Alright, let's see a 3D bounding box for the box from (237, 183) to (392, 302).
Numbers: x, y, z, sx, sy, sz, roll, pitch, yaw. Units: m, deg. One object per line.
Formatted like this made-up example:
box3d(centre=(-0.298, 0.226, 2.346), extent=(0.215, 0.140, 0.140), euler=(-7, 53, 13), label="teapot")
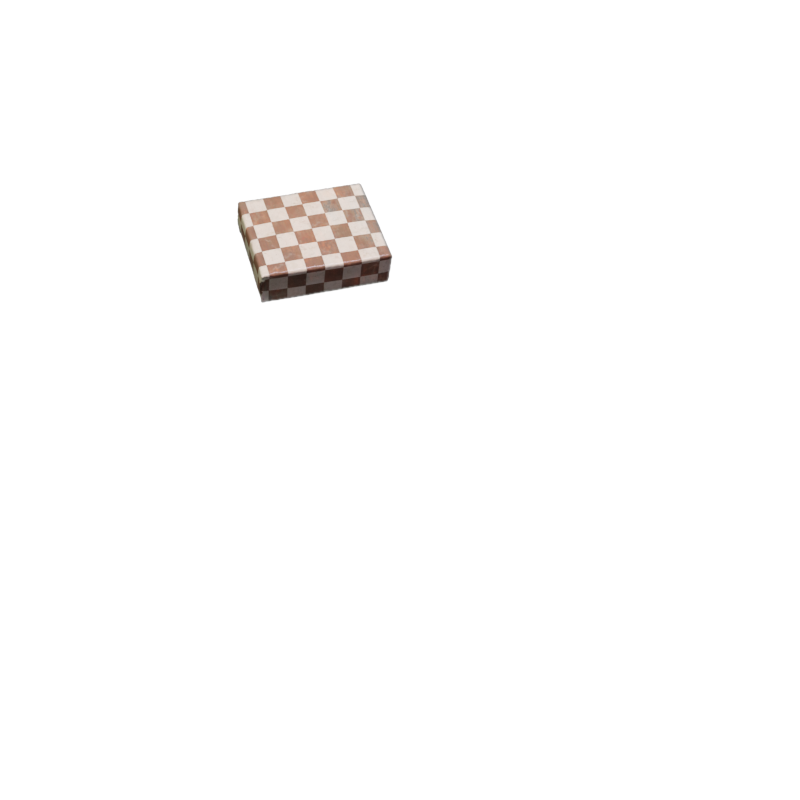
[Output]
box3d(centre=(-0.073, -0.134, 0.935), extent=(0.112, 0.097, 0.036), euler=(-13, -40, -11), label="box")
